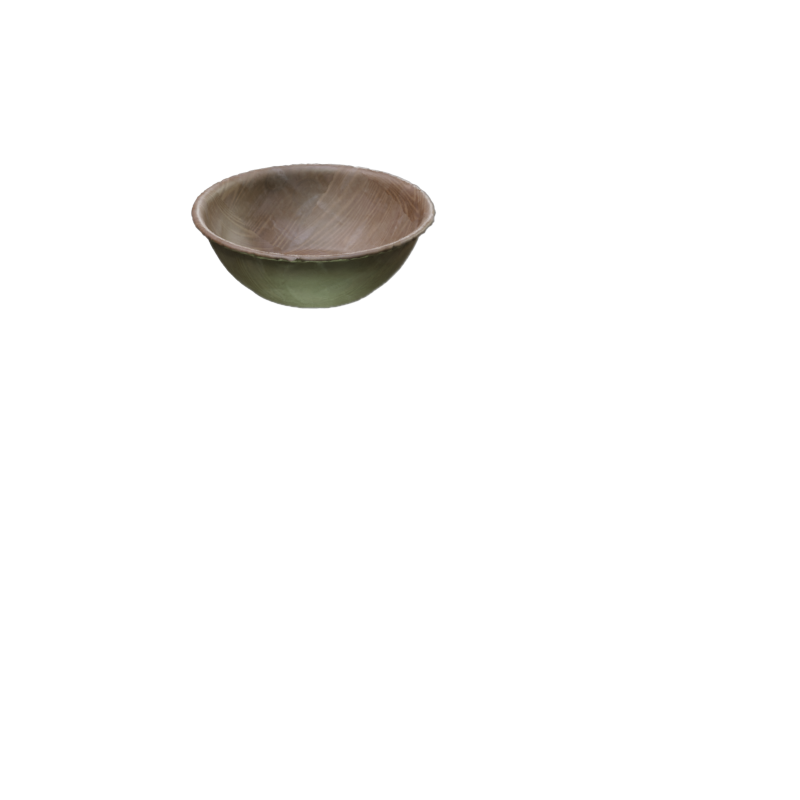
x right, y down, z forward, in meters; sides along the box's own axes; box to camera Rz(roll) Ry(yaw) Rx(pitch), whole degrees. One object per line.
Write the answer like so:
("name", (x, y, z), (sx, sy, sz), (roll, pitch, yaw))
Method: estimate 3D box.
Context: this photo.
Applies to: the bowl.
("bowl", (-0.058, -0.106, 0.745), (0.162, 0.052, 0.172), (-1, 31, -2))
